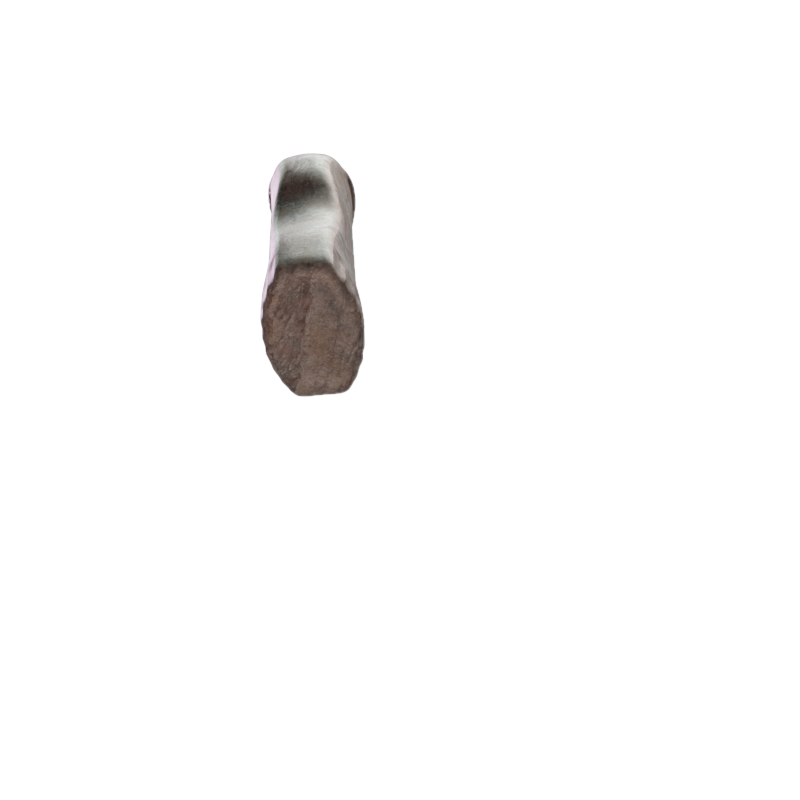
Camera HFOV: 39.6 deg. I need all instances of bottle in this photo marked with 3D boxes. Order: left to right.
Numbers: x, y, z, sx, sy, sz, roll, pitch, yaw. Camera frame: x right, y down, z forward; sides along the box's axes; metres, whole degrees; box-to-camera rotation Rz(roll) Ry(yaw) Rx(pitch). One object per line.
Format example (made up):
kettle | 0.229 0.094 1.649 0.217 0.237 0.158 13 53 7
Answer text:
bottle | -0.055 -0.099 0.693 0.058 0.089 0.205 -7 39 2
